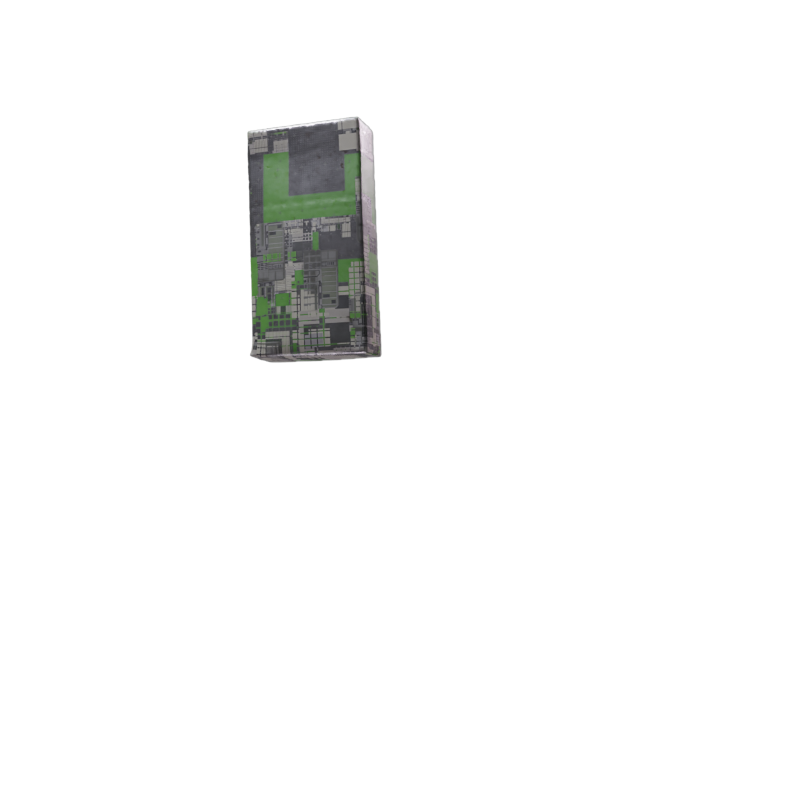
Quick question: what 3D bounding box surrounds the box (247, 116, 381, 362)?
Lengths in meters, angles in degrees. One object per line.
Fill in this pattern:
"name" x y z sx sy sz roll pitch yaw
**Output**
"box" -0.065 -0.119 0.834 0.095 0.181 0.046 -4 -12 19
